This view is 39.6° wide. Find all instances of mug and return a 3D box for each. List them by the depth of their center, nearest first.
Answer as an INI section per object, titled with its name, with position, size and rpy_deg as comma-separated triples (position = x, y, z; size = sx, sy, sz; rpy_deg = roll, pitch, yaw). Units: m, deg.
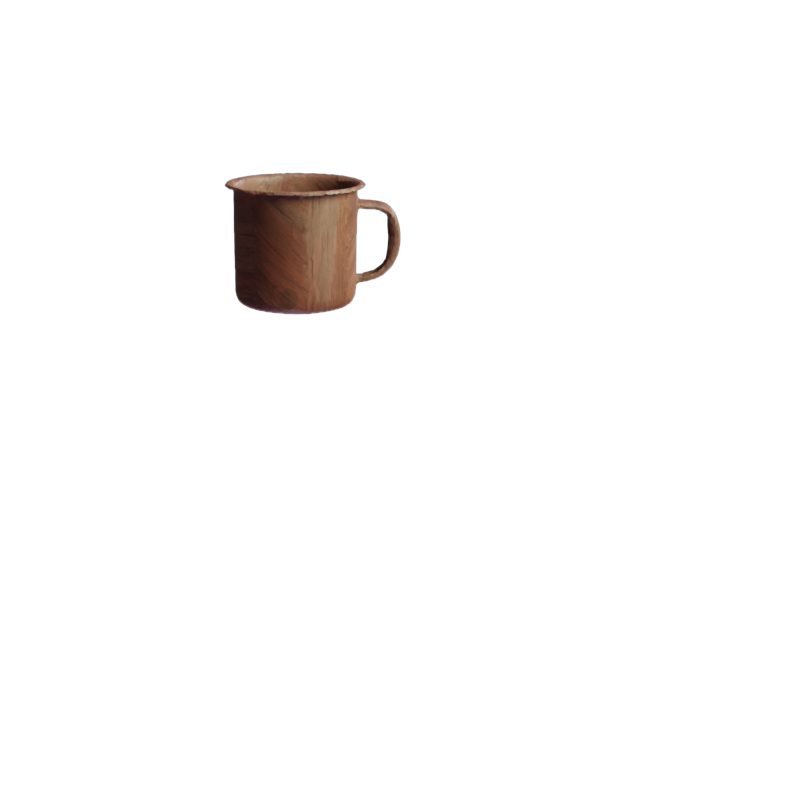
[mug]
position = -0.058, -0.106, 0.742
size = 0.116, 0.079, 0.097
rpy_deg = -2, 16, -7
